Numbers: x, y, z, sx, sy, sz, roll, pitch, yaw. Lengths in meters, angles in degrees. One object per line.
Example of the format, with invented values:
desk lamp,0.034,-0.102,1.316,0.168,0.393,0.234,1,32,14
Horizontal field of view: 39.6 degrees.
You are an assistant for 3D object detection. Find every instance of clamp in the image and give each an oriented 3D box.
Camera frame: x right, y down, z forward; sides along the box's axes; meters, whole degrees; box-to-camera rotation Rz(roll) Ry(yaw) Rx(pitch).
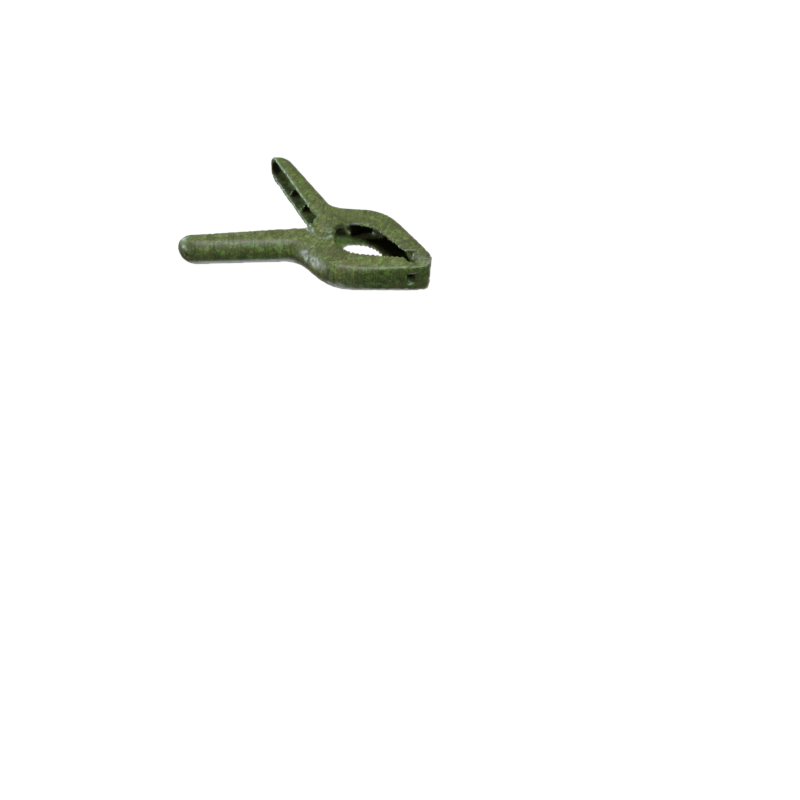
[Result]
clamp,-0.075,-0.137,0.961,0.221,0.034,0.167,26,48,25
